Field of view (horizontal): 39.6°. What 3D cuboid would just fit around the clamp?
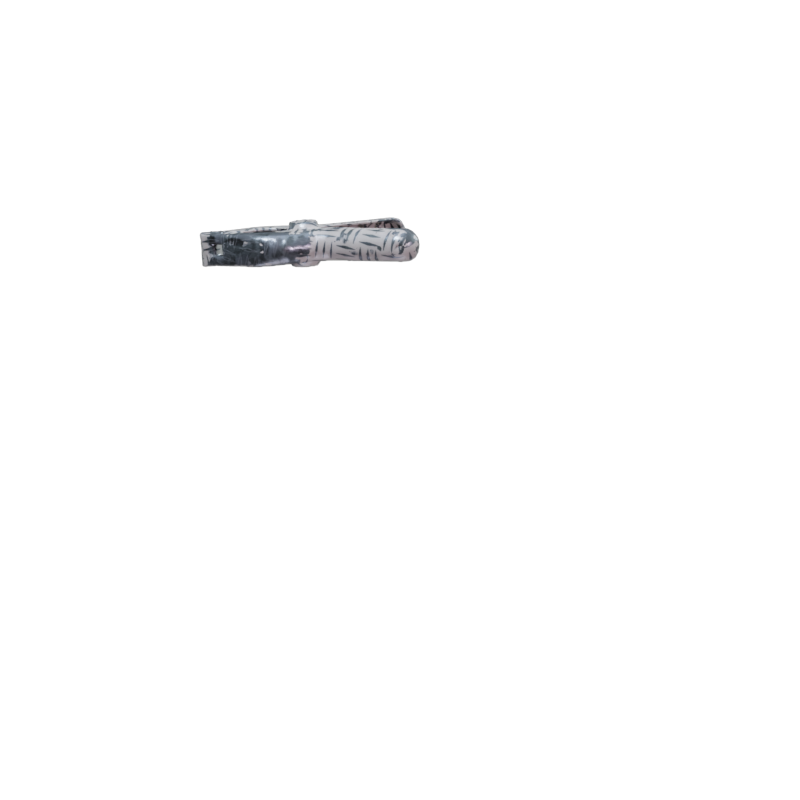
[{"bbox_3d":[-0.069,-0.125,0.878,0.173,0.039,0.120,1,8,6],"label":"clamp"}]
